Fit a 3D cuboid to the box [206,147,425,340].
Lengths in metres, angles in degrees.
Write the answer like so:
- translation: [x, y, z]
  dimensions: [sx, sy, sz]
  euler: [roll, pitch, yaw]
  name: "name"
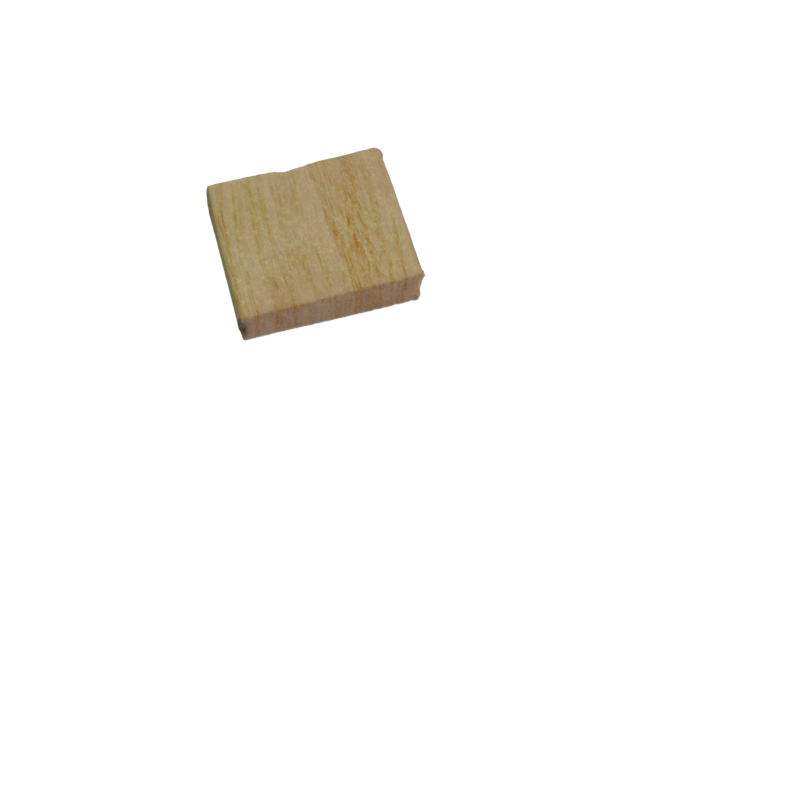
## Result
- translation: [-0.041, -0.075, 0.527]
  dimensions: [0.089, 0.078, 0.028]
  euler: [-14, -25, -7]
  name: "box"
